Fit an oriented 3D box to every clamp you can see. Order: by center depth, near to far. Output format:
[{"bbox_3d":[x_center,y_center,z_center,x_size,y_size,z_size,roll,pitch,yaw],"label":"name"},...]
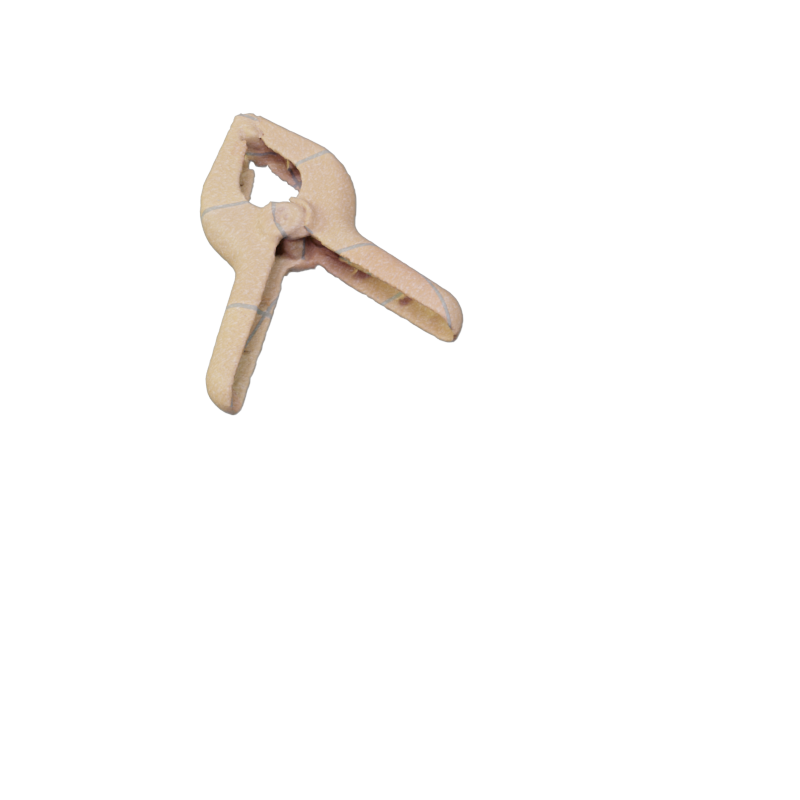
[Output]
[{"bbox_3d":[-0.043,-0.078,0.544,0.119,0.184,0.037,-9,-34,-6],"label":"clamp"}]
